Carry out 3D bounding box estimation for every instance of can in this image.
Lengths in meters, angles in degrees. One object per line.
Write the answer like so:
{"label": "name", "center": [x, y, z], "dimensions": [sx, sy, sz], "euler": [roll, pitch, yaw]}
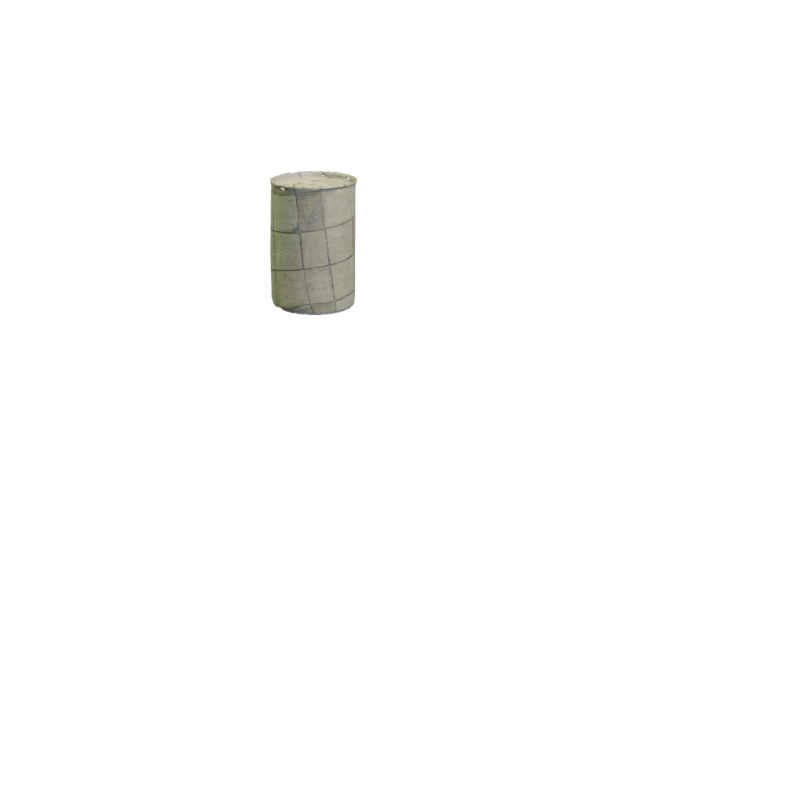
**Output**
{"label": "can", "center": [-0.069, -0.125, 0.878], "dimensions": [0.068, 0.099, 0.071], "euler": [0, 16, -2]}
